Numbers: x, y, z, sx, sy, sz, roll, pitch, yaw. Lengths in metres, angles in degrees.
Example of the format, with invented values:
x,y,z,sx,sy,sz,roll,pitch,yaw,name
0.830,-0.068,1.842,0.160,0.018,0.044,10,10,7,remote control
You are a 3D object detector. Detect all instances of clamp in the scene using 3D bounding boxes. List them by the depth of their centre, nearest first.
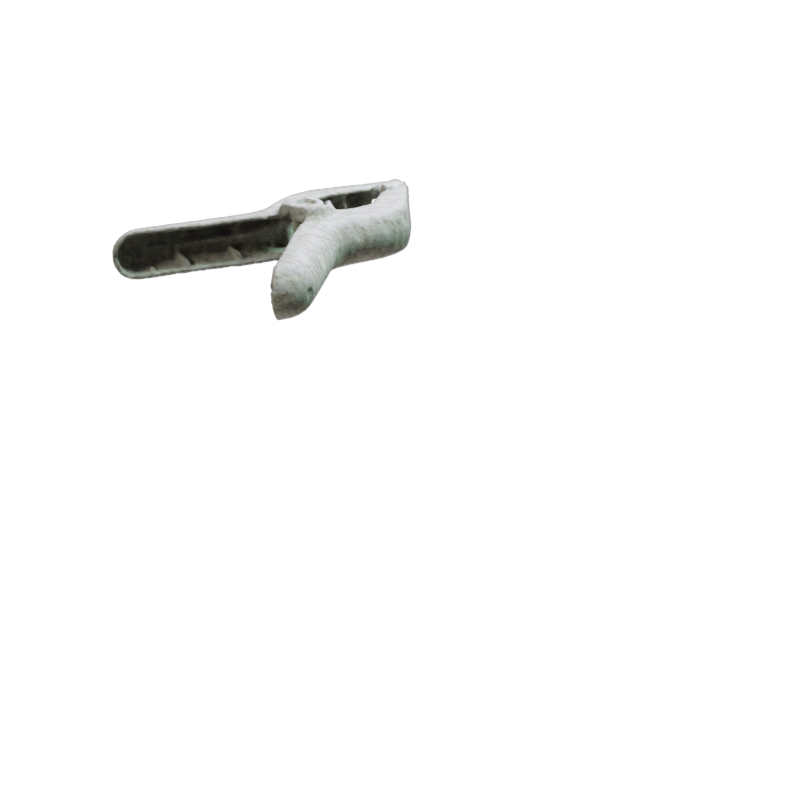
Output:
x,y,z,sx,sy,sz,roll,pitch,yaw,name
-0.044,-0.080,0.558,0.170,0.037,0.128,-24,37,-37,clamp
